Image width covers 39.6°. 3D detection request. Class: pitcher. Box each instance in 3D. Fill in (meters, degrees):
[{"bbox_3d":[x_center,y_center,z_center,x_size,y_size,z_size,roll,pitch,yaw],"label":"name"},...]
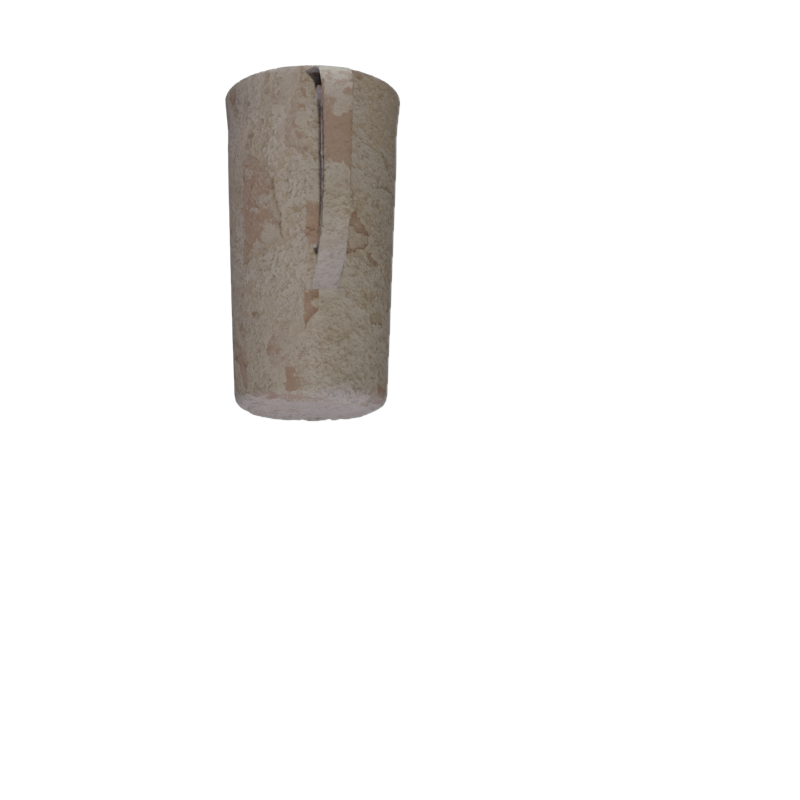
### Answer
[{"bbox_3d":[-0.063,-0.115,0.802,0.148,0.253,0.140,-10,-18,30],"label":"pitcher"}]
